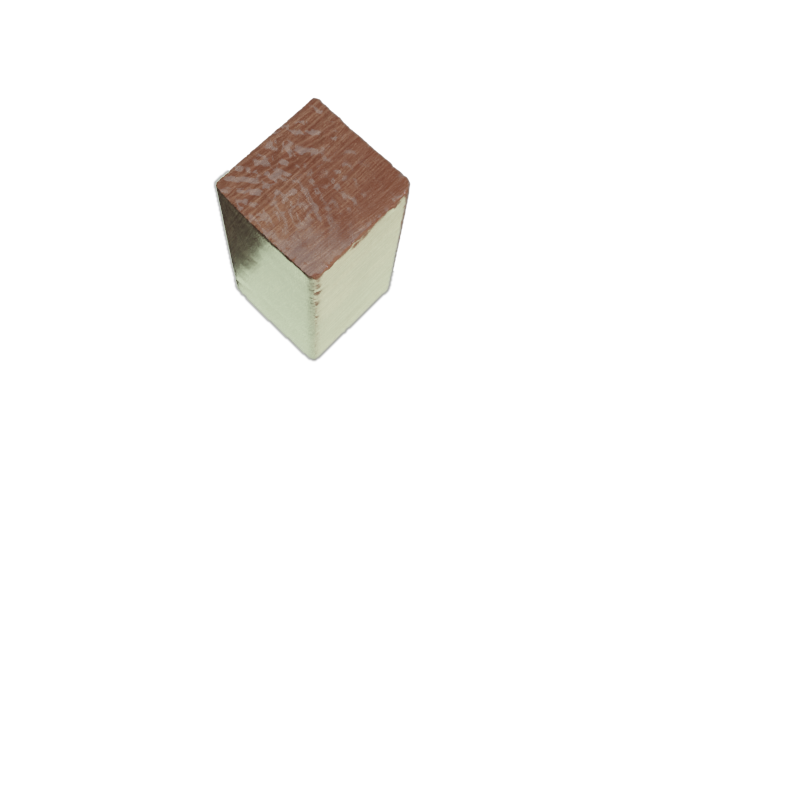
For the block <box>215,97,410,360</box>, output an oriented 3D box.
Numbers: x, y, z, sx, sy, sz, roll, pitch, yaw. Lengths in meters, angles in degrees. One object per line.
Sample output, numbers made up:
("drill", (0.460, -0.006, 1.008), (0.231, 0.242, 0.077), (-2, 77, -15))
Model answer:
("block", (-0.061, -0.111, 0.780), (0.091, 0.093, 0.198), (-44, -8, -13))
